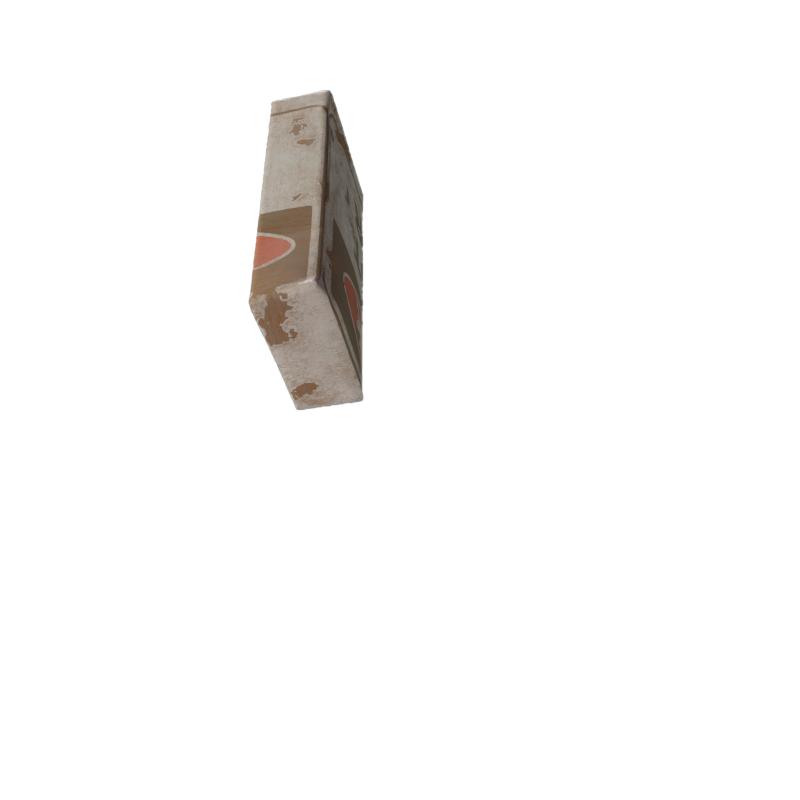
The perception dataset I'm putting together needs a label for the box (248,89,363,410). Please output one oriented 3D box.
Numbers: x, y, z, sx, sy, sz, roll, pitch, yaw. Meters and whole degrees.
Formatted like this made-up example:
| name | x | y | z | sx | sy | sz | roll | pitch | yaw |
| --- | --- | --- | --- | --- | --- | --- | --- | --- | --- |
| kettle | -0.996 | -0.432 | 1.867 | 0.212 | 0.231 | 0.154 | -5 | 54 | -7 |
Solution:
| name | x | y | z | sx | sy | sz | roll | pitch | yaw |
| --- | --- | --- | --- | --- | --- | --- | --- | --- | --- |
| box | -0.051 | -0.093 | 0.650 | 0.048 | 0.189 | 0.086 | -11 | -45 | 7 |
